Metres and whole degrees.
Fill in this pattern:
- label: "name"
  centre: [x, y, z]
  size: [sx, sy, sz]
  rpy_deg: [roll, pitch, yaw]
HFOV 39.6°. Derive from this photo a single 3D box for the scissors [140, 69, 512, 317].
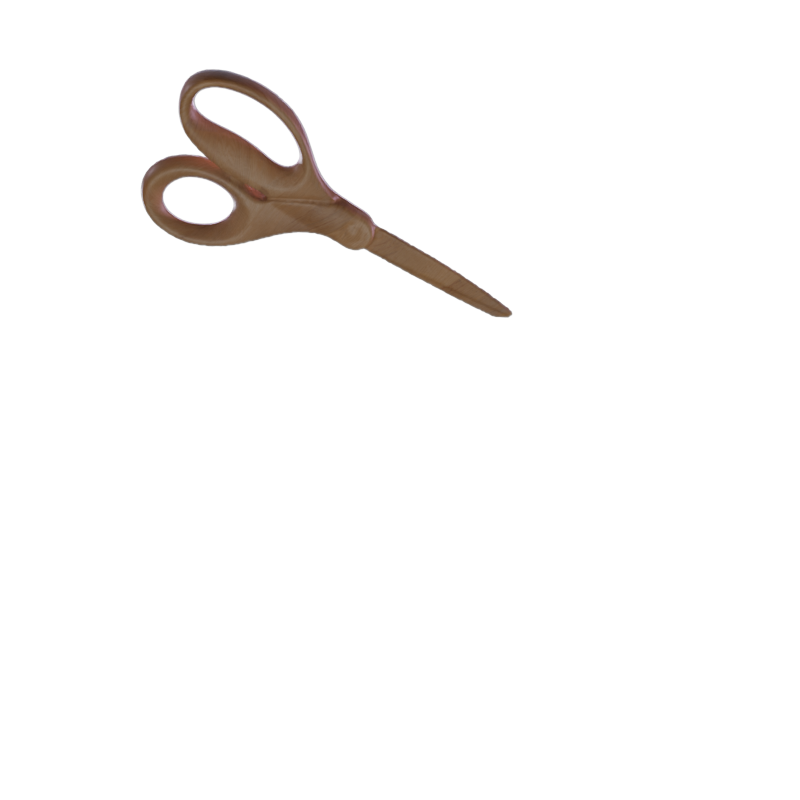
- label: "scissors"
  centre: [-0.043, -0.078, 0.545]
  size: [0.095, 0.191, 0.017]
  rpy_deg: [-37, 26, 21]
